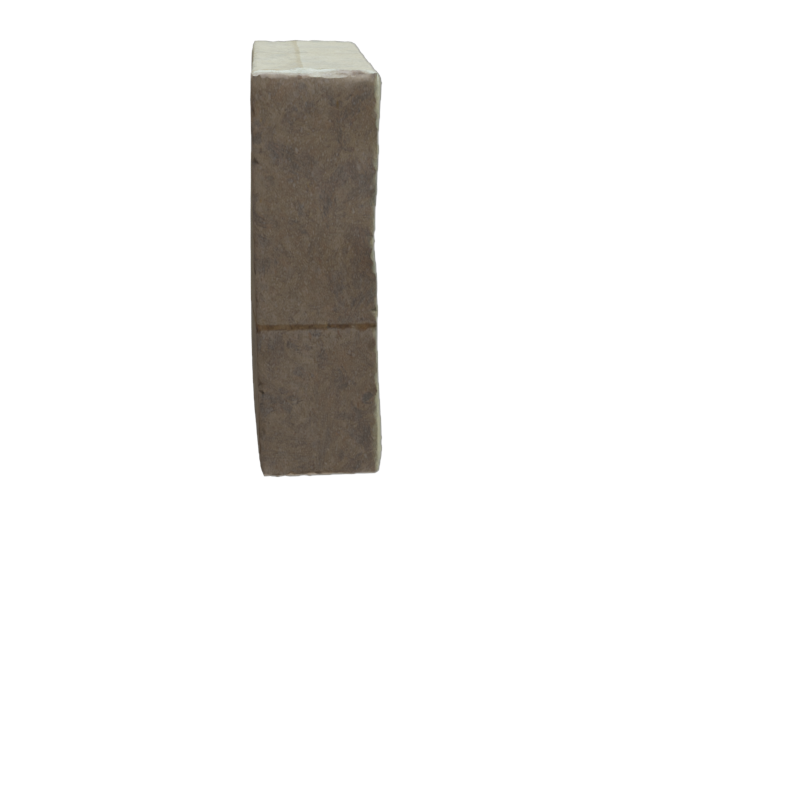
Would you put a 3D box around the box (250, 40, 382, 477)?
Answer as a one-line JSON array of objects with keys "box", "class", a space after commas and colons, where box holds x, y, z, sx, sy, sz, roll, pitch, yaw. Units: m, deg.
[{"box": [-0.049, -0.090, 0.629, 0.071, 0.206, 0.172, -1, 19, -7], "class": "box"}]
